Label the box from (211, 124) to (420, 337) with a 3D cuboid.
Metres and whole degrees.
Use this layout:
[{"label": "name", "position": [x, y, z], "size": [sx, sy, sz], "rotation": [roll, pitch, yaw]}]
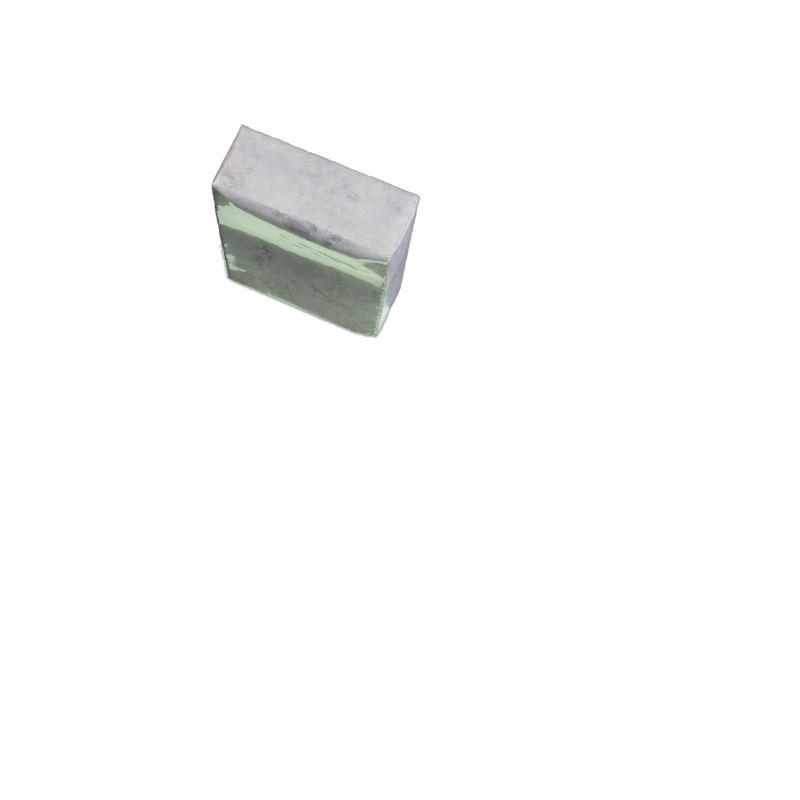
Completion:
[{"label": "box", "position": [-0.078, -0.142, 0.996], "size": [0.167, 0.074, 0.205], "rotation": [24, -16, 5]}]
